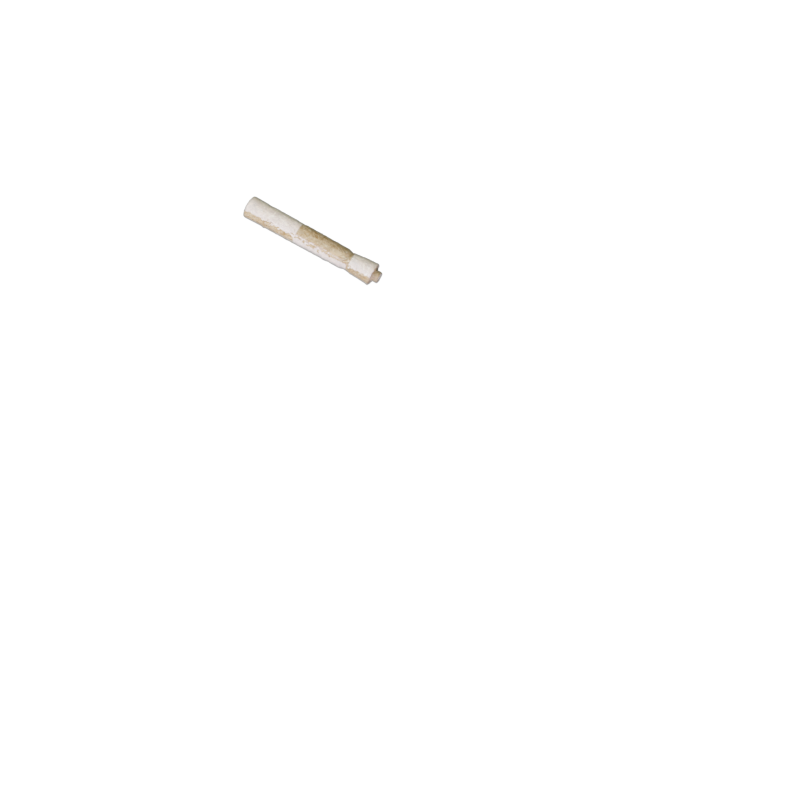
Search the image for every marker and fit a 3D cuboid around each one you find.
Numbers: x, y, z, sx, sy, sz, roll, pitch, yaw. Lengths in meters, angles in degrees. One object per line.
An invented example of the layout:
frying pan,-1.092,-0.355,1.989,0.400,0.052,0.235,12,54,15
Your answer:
marker,-0.068,-0.125,0.875,0.125,0.019,0.019,30,10,13
